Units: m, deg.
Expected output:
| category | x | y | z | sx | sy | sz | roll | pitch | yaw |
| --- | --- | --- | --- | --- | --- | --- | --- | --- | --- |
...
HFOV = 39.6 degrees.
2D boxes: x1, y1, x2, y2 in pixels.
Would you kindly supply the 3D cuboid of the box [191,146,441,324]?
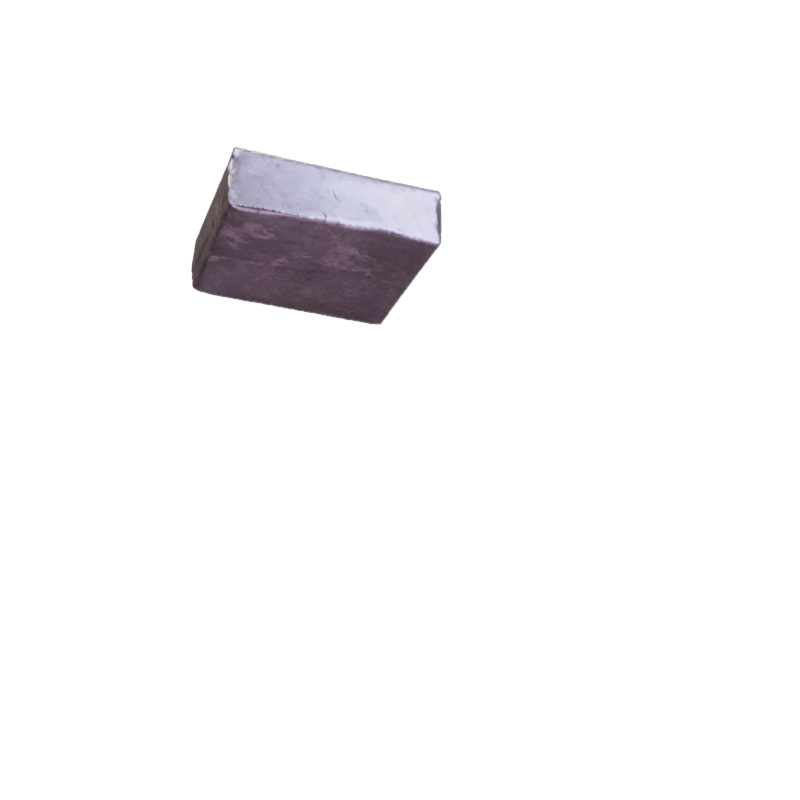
| category | x | y | z | sx | sy | sz | roll | pitch | yaw |
| --- | --- | --- | --- | --- | --- | --- | --- | --- | --- |
| box | -0.046 | -0.083 | 0.583 | 0.111 | 0.041 | 0.087 | 9 | -30 | -17 |
